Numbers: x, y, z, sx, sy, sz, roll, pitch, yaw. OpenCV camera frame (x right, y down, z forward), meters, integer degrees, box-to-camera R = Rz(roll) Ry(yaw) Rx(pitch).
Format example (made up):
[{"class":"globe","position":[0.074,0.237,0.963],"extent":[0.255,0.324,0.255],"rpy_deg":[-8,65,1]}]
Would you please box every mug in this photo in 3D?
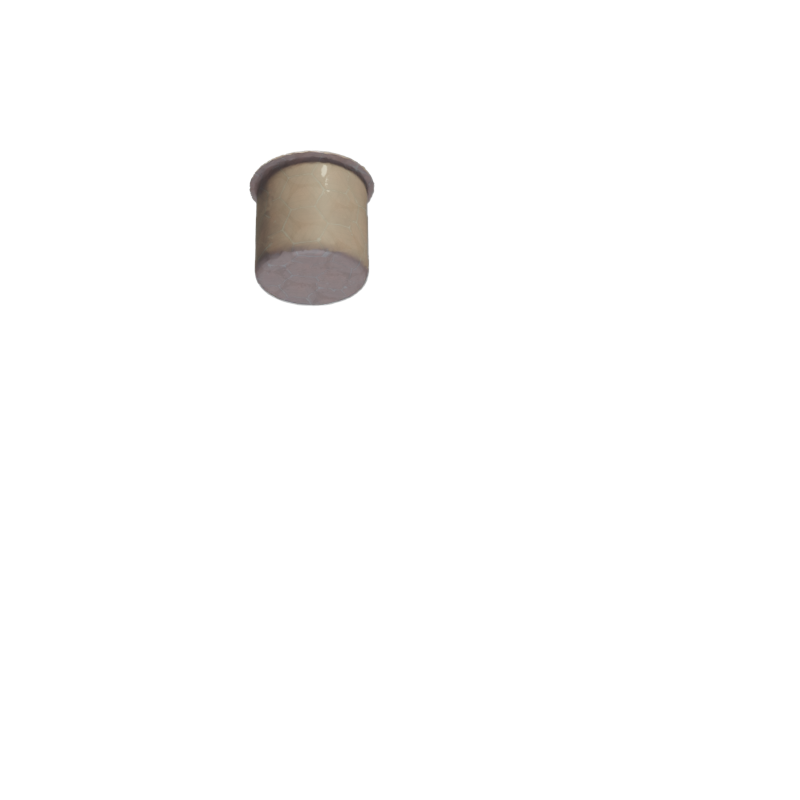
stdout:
[{"class":"mug","position":[-0.064,-0.116,0.815],"extent":[0.093,0.087,0.110],"rpy_deg":[-2,-28,2]}]
